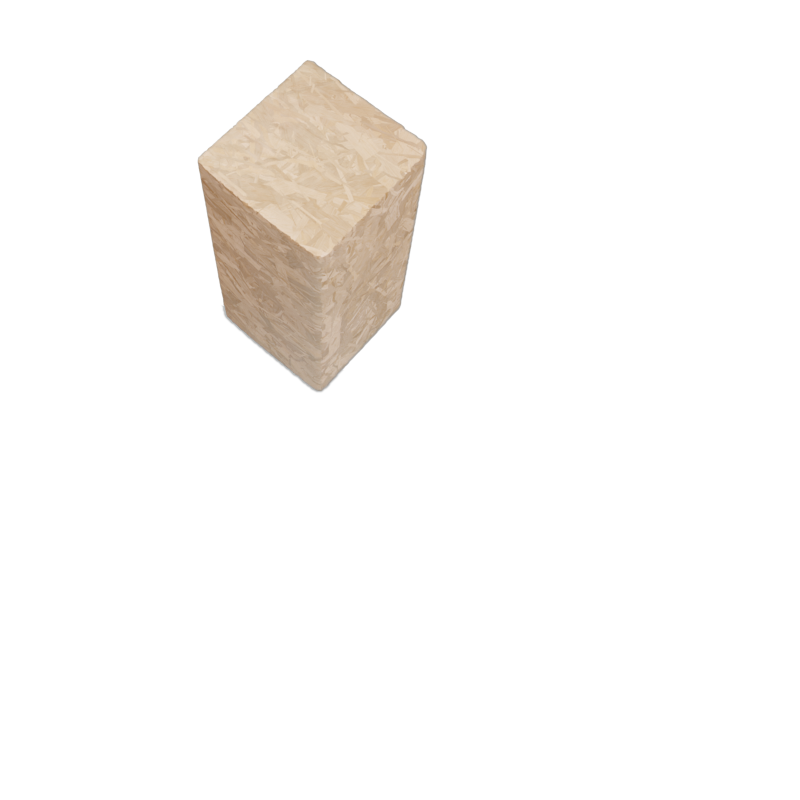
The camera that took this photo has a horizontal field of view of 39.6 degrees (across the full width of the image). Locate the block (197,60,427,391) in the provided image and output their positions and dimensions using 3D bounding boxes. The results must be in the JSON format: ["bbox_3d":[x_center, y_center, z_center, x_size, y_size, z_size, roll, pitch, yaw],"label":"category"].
[{"bbox_3d":[-0.052,-0.095,0.671,0.094,0.092,0.196,40,-19,11],"label":"block"}]
